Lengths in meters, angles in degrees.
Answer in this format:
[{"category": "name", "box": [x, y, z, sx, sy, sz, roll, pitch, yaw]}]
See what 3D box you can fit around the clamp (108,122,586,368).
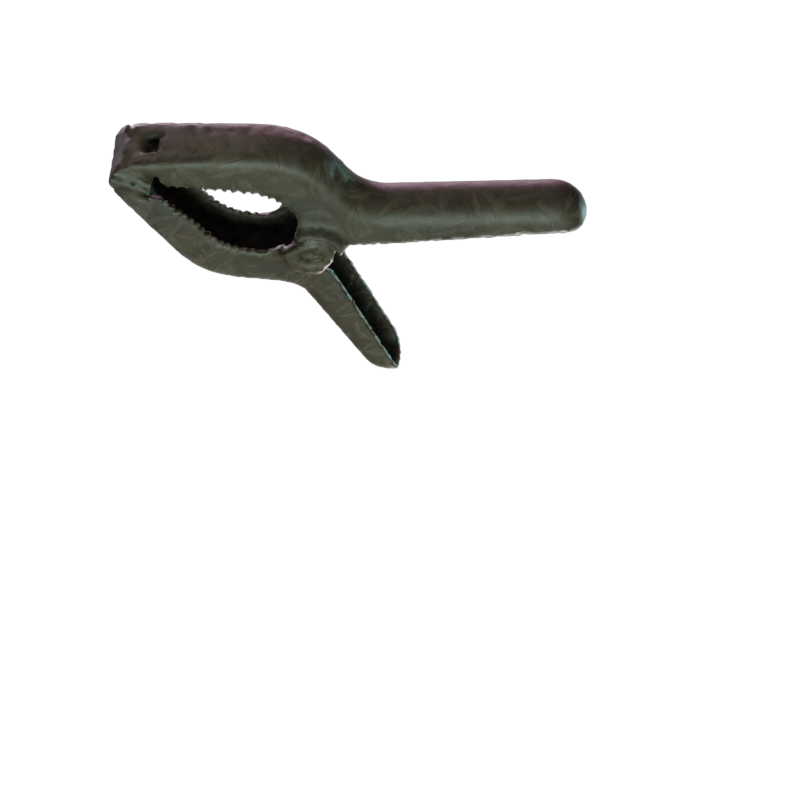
[{"category": "clamp", "box": [-0.042, -0.076, 0.533, 0.203, 0.039, 0.159, 14, -35, -21]}]
